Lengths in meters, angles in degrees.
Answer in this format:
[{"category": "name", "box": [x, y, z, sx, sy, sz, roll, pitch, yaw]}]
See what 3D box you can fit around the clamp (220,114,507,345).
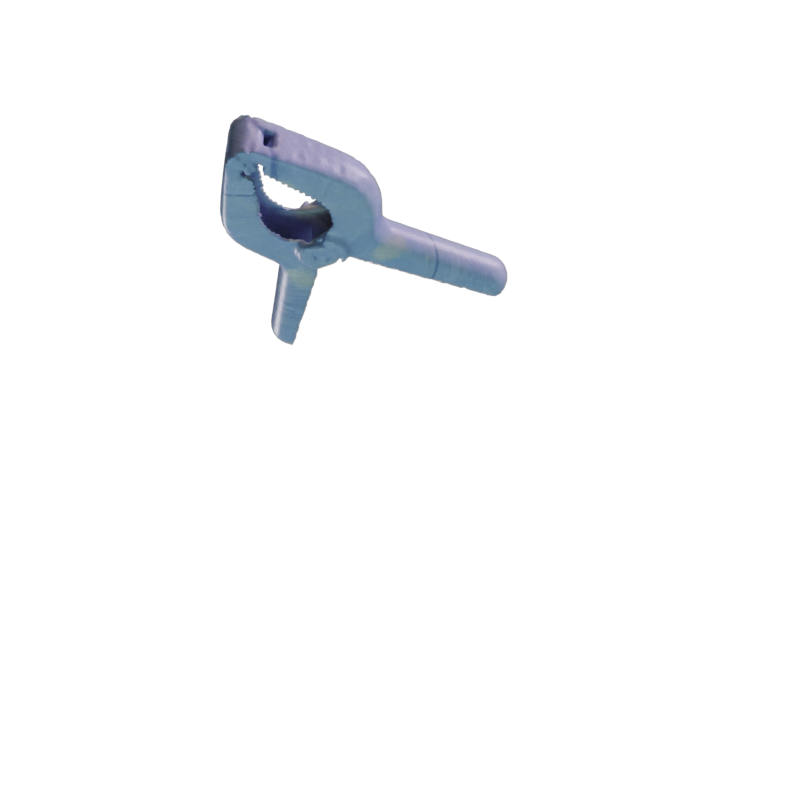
[{"category": "clamp", "box": [-0.052, -0.095, 0.669, 0.166, 0.039, 0.195, -17, -33, 28]}]
